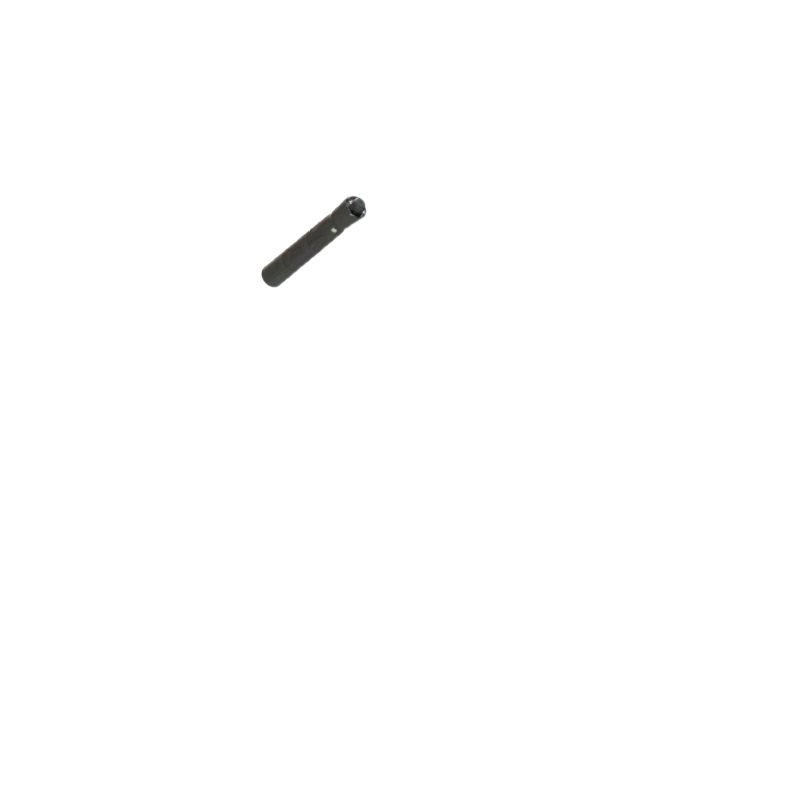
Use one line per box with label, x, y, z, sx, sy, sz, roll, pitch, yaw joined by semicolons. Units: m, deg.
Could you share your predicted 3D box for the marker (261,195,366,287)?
marker;-0.065;-0.119;0.830;0.019;0.021;0.120;-3;-20;-42
